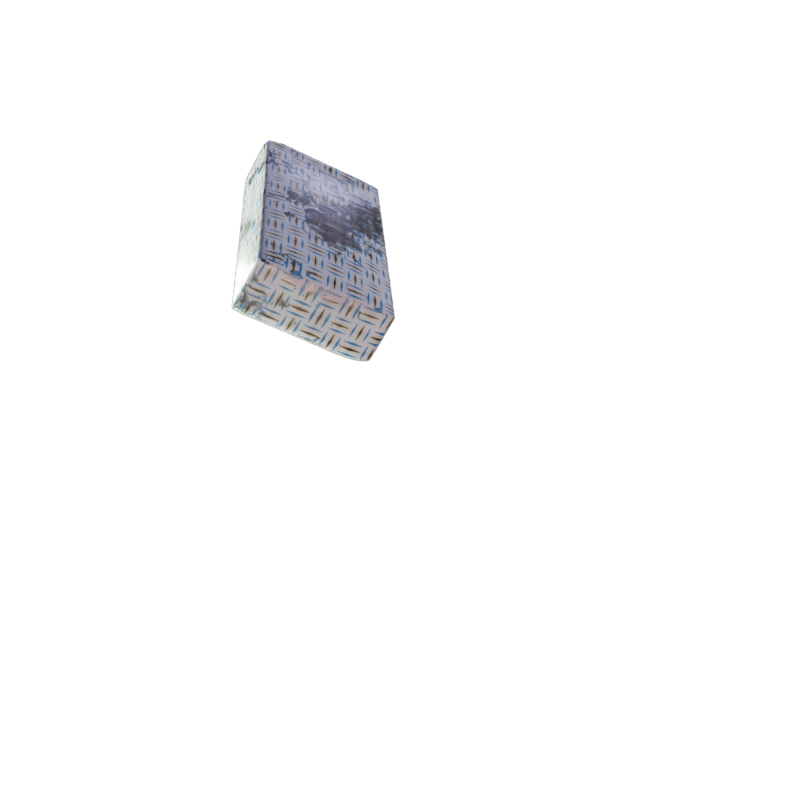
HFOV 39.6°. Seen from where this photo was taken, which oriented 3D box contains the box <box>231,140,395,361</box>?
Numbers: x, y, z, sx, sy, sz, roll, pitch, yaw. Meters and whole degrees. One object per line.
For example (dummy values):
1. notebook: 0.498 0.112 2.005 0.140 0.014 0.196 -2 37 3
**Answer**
1. box: -0.057 -0.104 0.727 0.090 0.046 0.188 21 32 -18
